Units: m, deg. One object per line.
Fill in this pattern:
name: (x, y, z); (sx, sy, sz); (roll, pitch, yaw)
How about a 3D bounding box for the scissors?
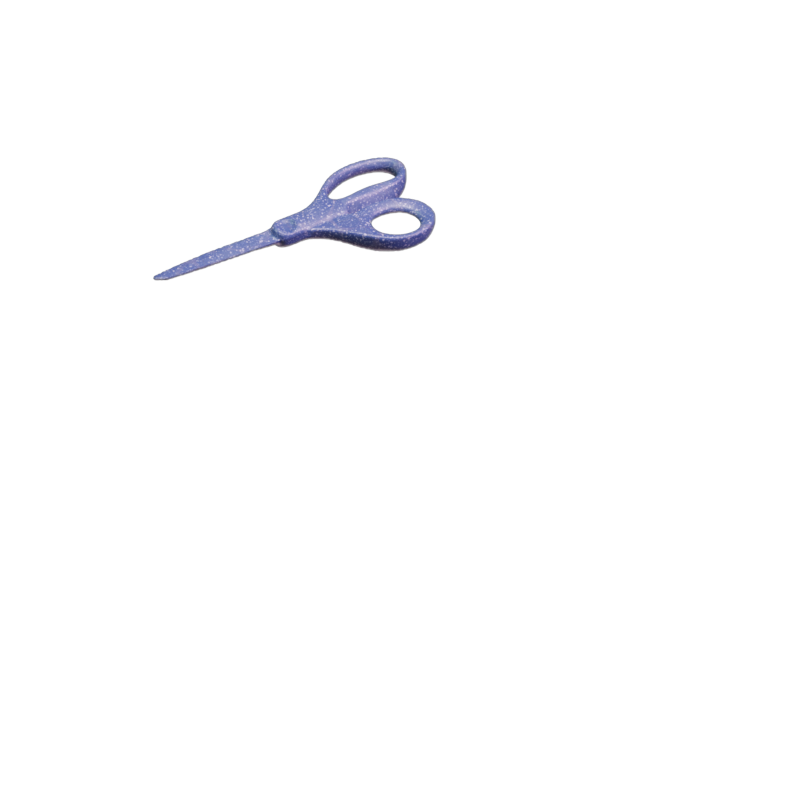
scissors: (-0.059, -0.107, 0.751); (0.102, 0.015, 0.203); (35, 56, 28)
